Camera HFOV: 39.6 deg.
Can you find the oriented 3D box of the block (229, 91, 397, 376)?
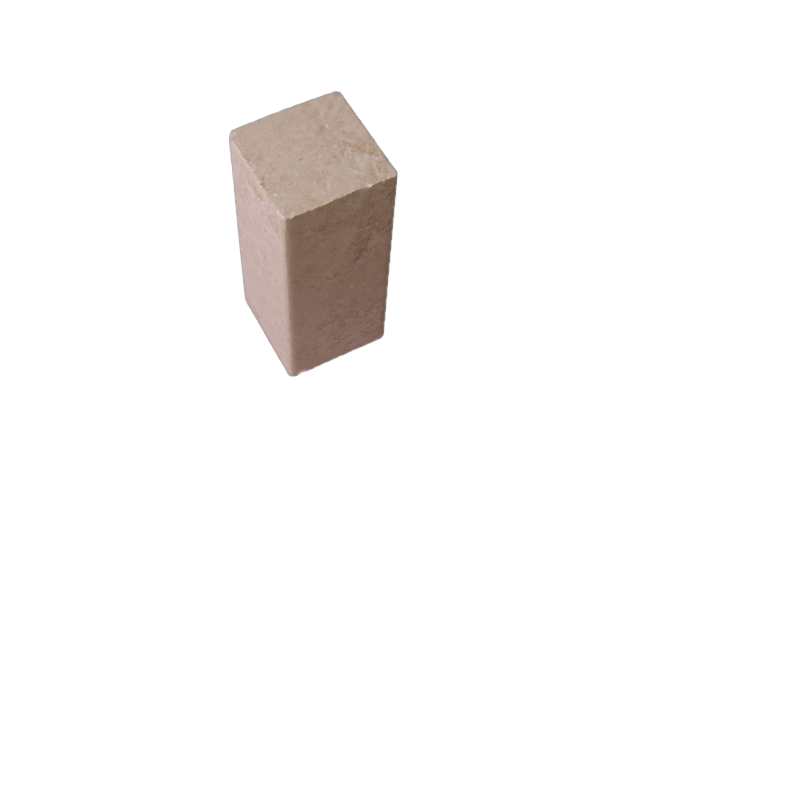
[{"bbox_3d":[-0.066,-0.119,0.835,0.090,0.097,0.193,-24,-27,-17],"label":"block"}]
